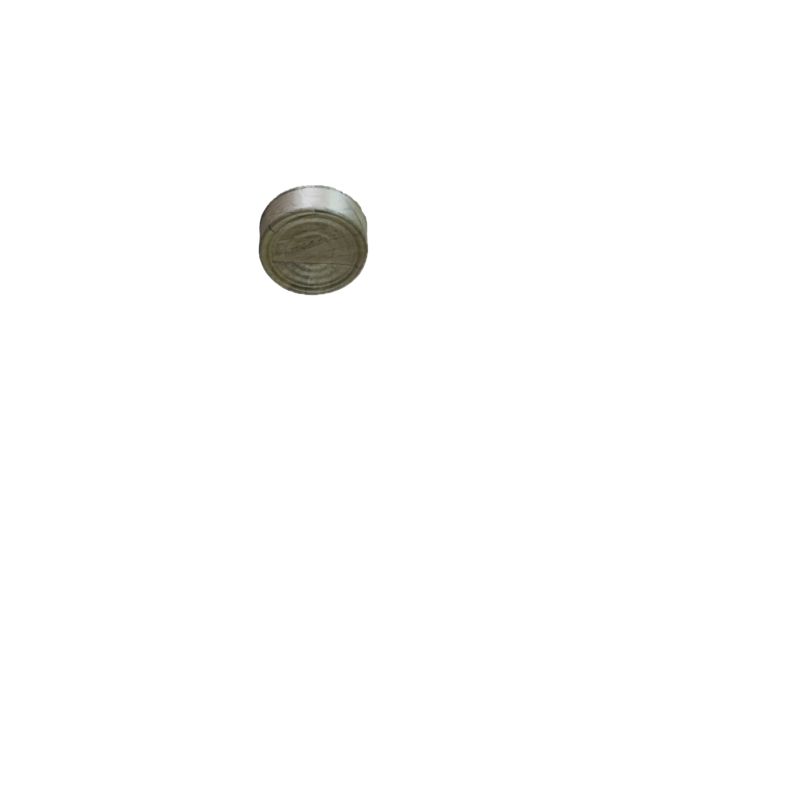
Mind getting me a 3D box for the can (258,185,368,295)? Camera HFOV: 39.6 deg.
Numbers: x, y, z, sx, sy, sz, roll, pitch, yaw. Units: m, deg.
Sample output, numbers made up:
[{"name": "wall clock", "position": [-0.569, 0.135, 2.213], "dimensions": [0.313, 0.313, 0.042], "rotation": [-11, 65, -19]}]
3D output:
[{"name": "can", "position": [-0.068, -0.123, 0.862], "dimensions": [0.086, 0.080, 0.036], "rotation": [1, 41, -1]}]
